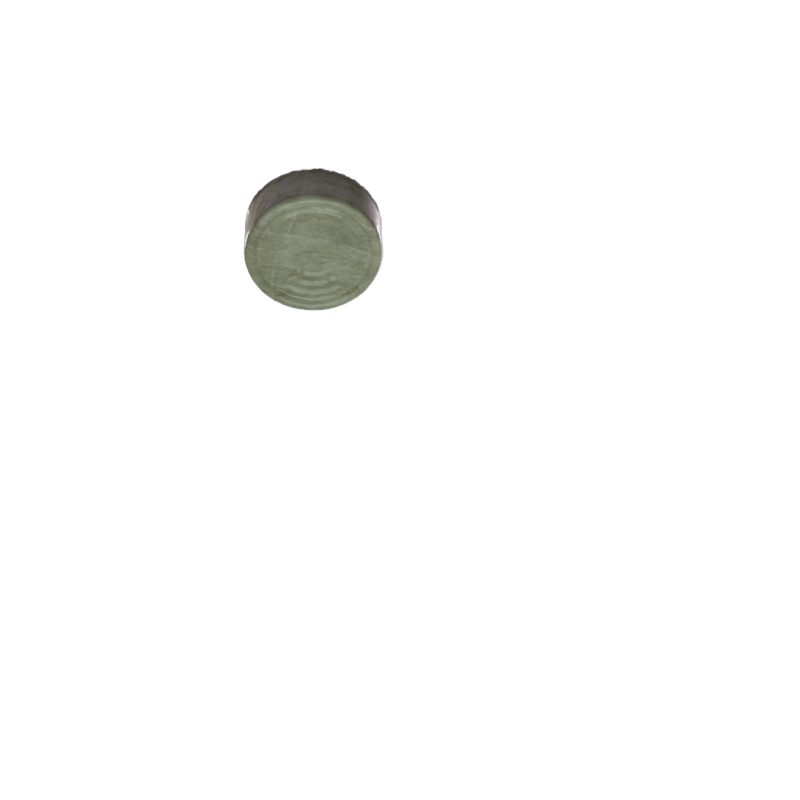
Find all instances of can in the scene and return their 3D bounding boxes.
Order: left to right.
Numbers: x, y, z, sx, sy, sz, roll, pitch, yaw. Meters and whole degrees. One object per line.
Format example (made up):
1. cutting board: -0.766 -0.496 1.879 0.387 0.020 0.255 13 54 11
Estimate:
1. can: -0.053 -0.097 0.680 0.086 0.080 0.036 1 37 -1
